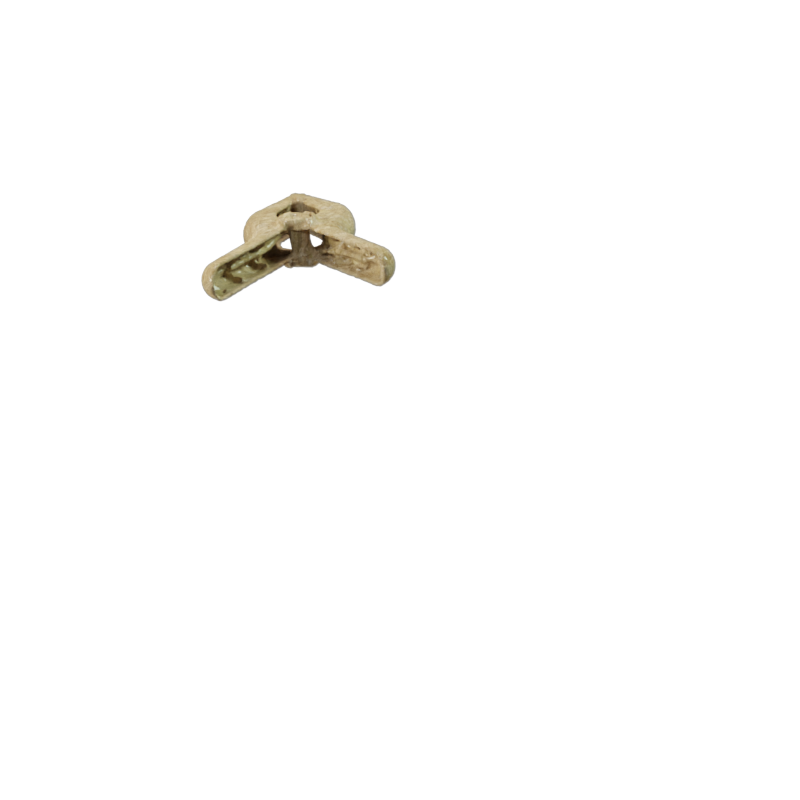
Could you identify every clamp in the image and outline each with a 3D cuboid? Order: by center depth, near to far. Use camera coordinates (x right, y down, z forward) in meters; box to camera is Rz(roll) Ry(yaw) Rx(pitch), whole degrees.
[{"bbox_3d":[-0.059,-0.108,0.754,0.121,0.037,0.179,3,27,5],"label":"clamp"}]
